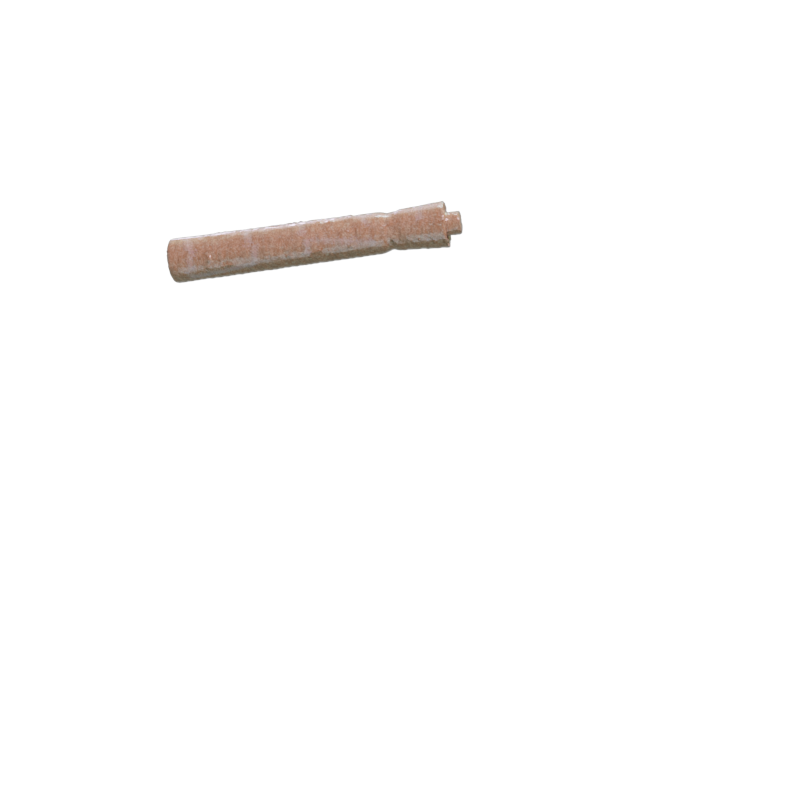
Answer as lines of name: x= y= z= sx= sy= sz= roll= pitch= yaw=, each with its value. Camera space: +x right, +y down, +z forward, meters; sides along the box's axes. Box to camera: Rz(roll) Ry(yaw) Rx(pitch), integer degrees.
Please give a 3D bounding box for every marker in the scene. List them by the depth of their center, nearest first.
marker: x=-0.035 y=-0.065 z=0.452 sx=0.122 sy=0.020 sz=0.020 roll=-6 pitch=3 yaw=12
